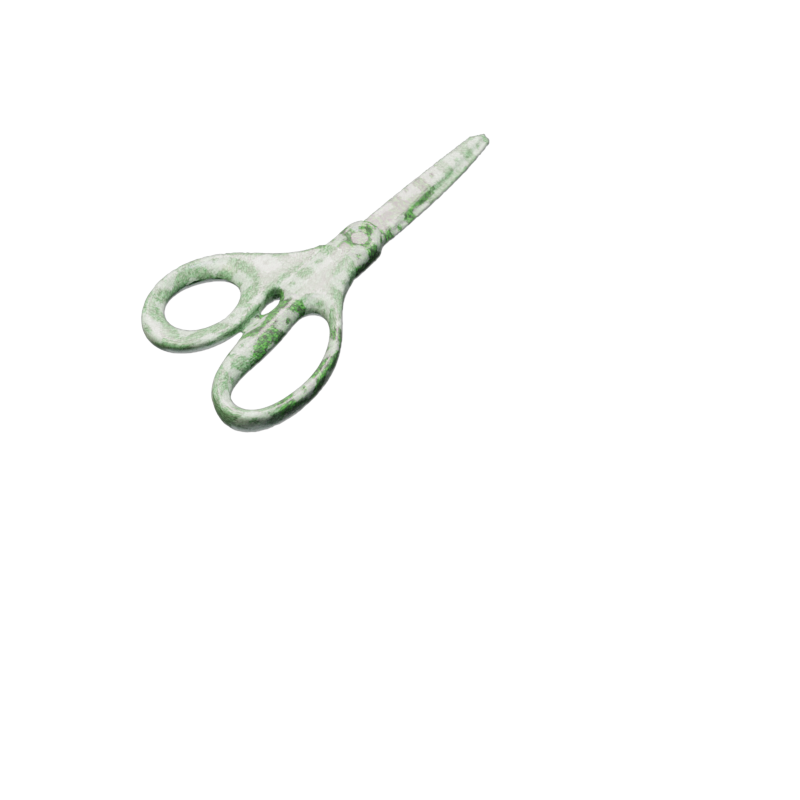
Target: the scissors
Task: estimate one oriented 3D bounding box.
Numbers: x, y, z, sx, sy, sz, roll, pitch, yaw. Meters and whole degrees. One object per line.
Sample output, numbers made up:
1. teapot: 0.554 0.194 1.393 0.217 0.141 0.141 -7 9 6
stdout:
1. scissors: -0.039 -0.071 0.500 0.099 0.210 0.015 18 -37 14
